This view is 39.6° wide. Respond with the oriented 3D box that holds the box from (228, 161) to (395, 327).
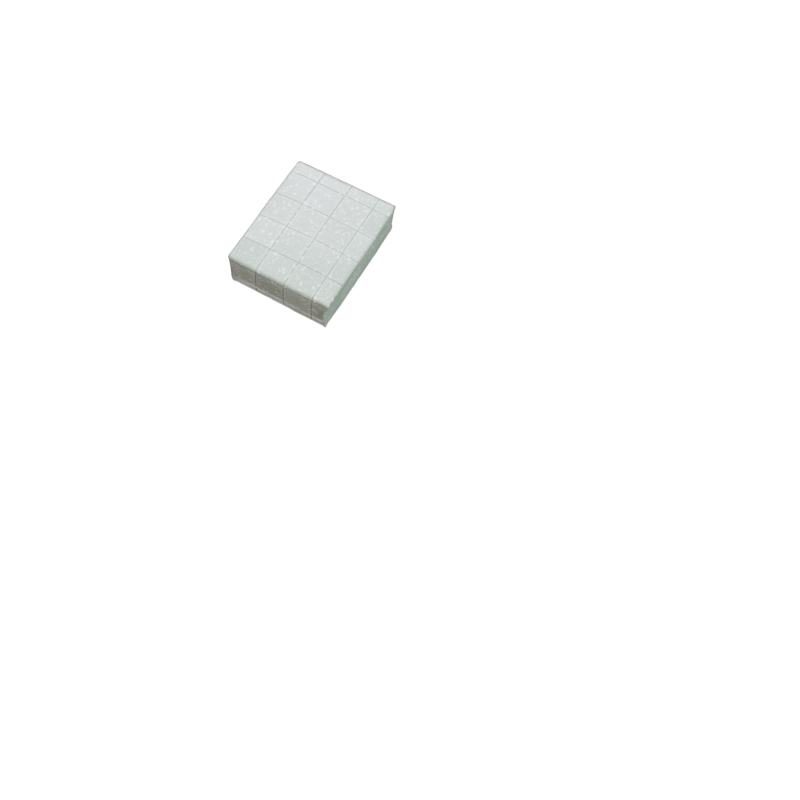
[{"bbox_3d":[-0.069,-0.125,0.875,0.093,0.117,0.036,25,-28,13],"label":"box"}]
